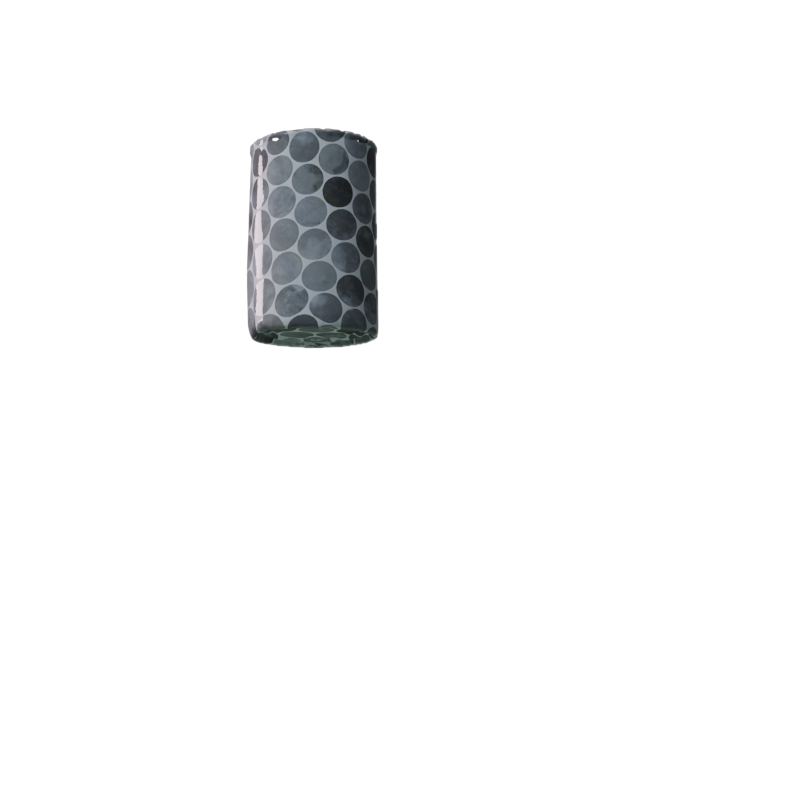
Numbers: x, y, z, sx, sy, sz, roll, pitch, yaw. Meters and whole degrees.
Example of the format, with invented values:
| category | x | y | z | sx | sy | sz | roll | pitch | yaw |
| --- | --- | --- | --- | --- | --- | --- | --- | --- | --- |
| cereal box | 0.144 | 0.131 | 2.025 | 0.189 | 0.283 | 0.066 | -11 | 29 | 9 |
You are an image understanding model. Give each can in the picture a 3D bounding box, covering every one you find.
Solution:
| category | x | y | z | sx | sy | sz | roll | pitch | yaw |
| --- | --- | --- | --- | --- | --- | --- | --- | --- | --- |
| can | -0.045 | -0.083 | 0.578 | 0.068 | 0.106 | 0.067 | 0 | -12 | -2 |
